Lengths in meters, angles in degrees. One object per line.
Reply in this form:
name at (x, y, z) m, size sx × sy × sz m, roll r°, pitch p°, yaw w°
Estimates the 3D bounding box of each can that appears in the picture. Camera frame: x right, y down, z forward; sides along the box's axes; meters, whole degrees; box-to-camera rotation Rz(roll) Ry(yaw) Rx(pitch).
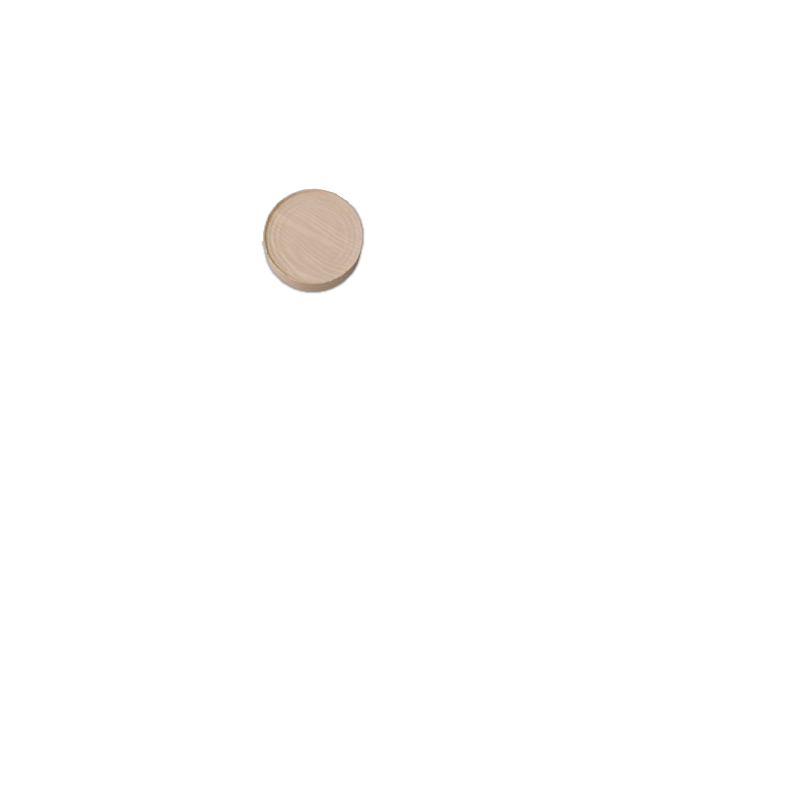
can at (-0.075, -0.137, 0.958) m, size 0.086 × 0.090 × 0.032 m, roll -1°, pitch -17°, yaw -1°
